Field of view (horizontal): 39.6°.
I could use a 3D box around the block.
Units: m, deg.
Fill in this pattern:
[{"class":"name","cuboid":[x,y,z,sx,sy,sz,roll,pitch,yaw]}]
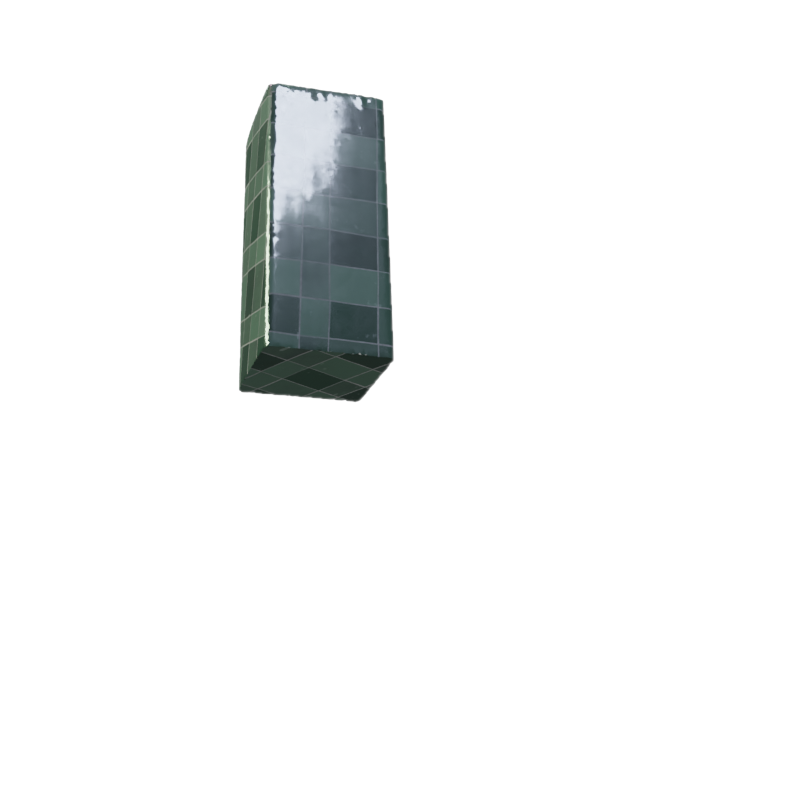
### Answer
[{"class":"block","cuboid":[-0.063,-0.115,0.801,0.089,0.218,0.087,6,-27,-16]}]
